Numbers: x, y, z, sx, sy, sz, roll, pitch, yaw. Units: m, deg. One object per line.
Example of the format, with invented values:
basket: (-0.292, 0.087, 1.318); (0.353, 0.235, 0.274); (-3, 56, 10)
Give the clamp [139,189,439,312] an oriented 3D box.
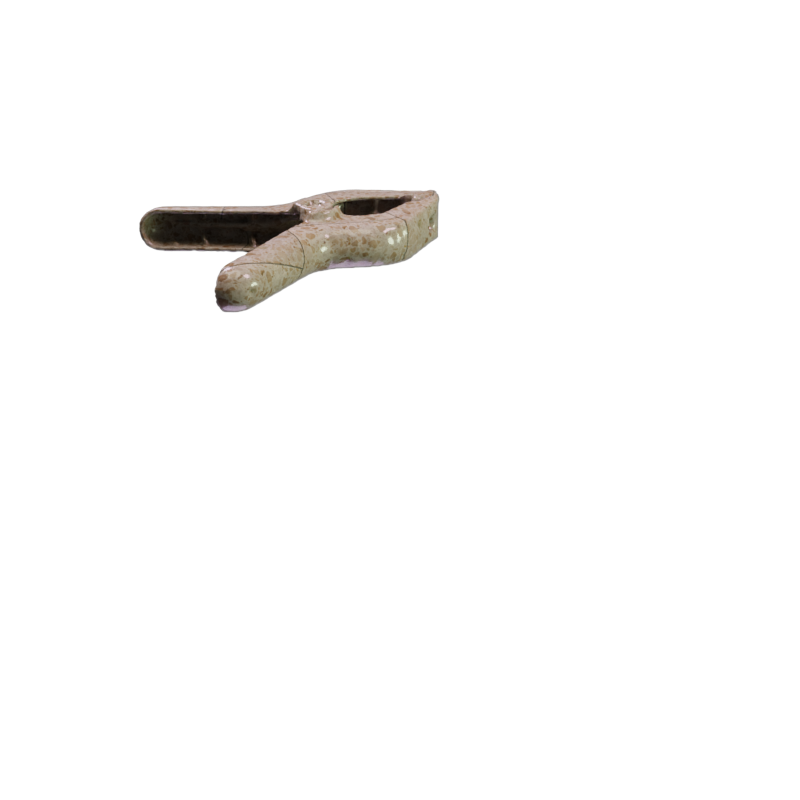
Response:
clamp: (-0.047, -0.086, 0.605); (0.169, 0.037, 0.129); (-12, 34, -18)
